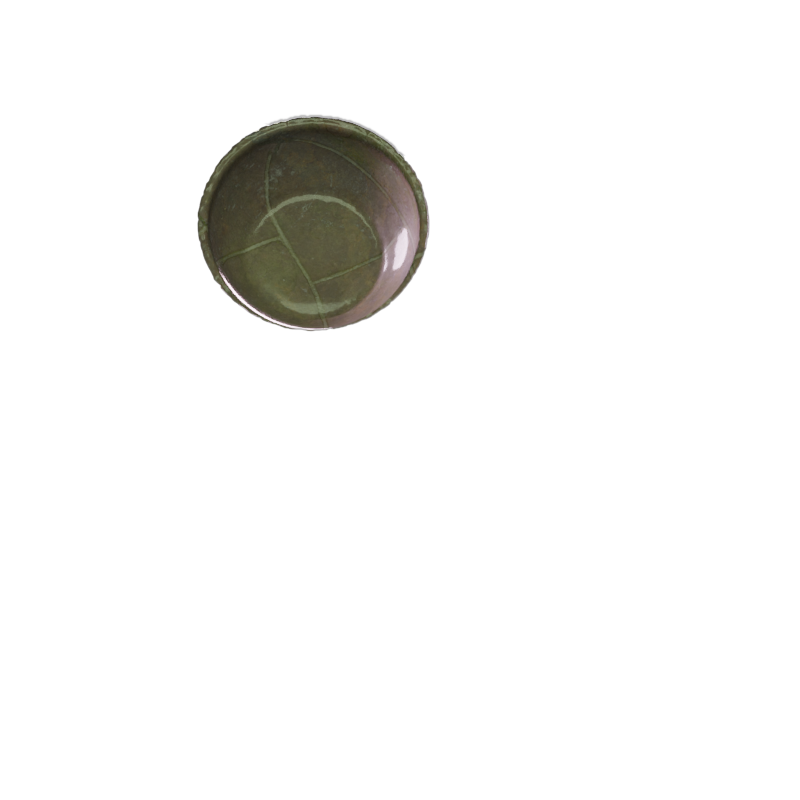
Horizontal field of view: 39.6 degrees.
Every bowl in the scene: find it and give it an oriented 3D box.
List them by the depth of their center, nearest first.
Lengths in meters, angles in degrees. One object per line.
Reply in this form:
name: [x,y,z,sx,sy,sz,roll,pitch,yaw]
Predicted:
bowl: [-0.059,-0.107,0.751,0.162,0.154,0.058,1,25,-1]
